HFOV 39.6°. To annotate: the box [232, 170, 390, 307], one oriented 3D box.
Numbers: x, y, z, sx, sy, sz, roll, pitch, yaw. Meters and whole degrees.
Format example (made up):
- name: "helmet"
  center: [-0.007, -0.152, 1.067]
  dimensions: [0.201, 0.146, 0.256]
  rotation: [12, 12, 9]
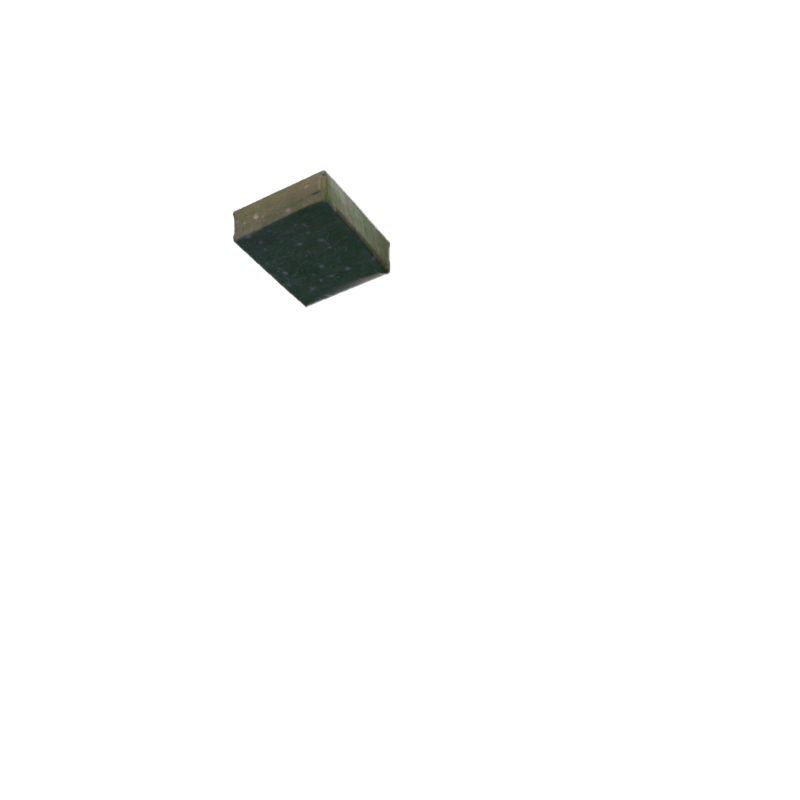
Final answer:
- name: "box"
  center: [-0.072, -0.132, 0.924]
  dimensions: [0.090, 0.042, 0.105]
  rotation: [-20, -41, 24]
